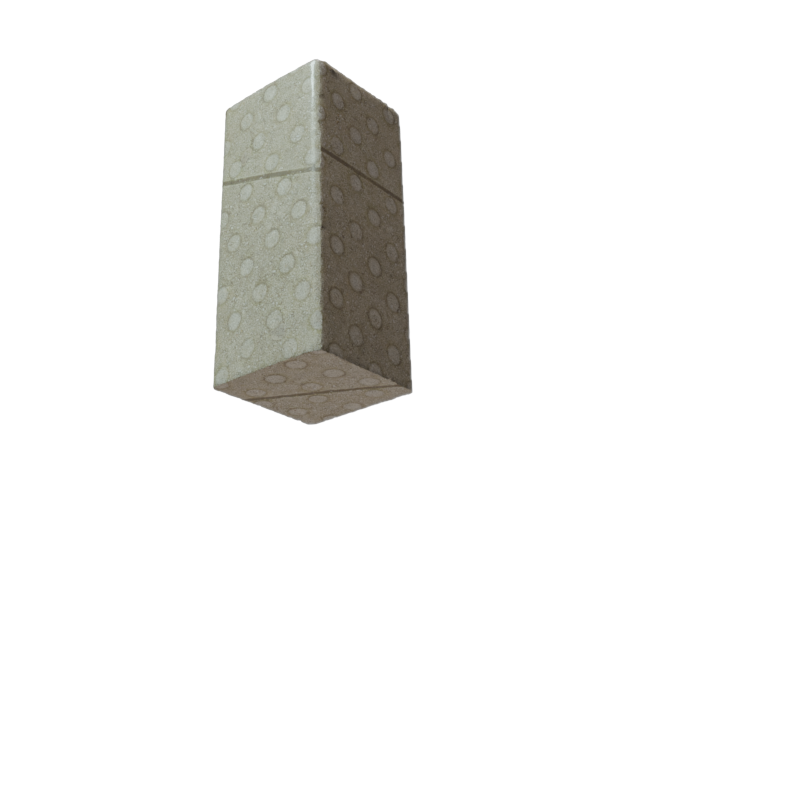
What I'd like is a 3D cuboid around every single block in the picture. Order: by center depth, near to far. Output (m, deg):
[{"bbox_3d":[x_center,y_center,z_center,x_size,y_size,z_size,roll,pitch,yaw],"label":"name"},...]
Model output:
[{"bbox_3d":[-0.056,-0.103,0.720,0.091,0.219,0.085,-22,-33,34],"label":"block"}]
